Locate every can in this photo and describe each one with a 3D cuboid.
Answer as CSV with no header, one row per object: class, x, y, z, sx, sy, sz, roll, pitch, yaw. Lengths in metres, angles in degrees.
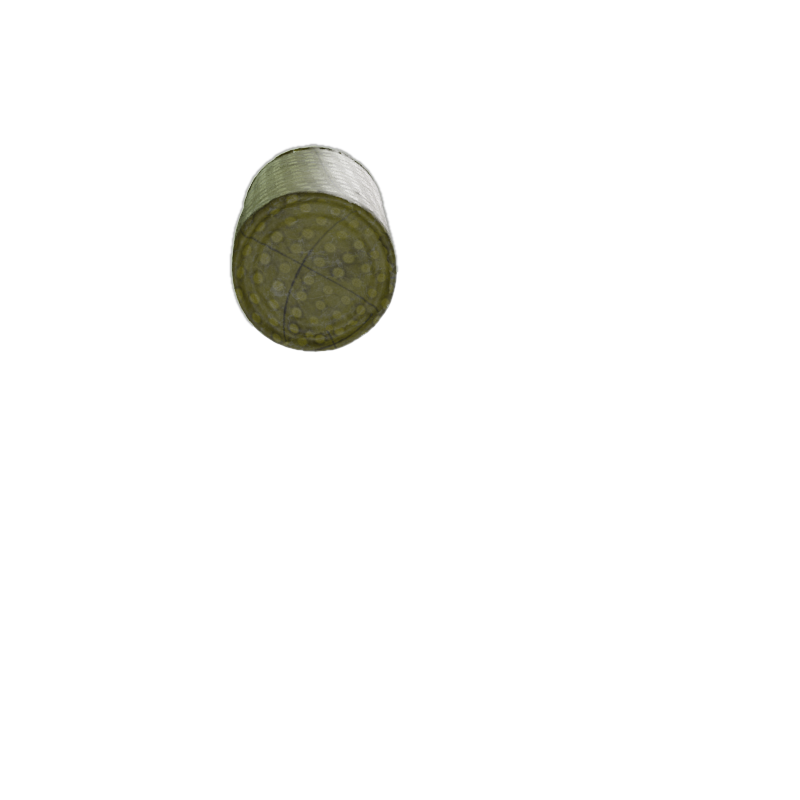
can,-0.038,-0.069,0.484,0.068,0.066,0.107,0,20,-3
